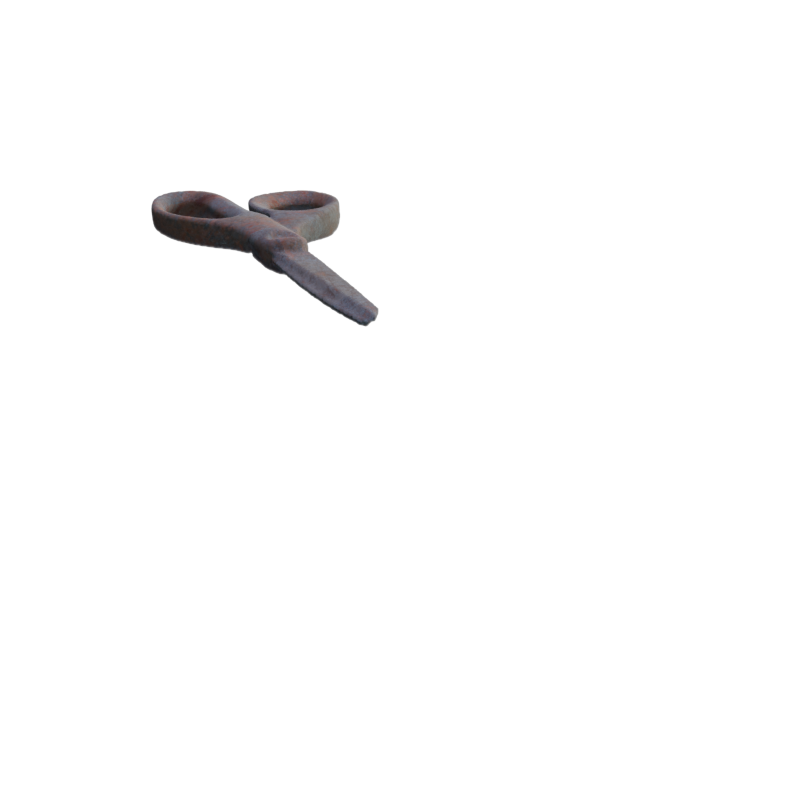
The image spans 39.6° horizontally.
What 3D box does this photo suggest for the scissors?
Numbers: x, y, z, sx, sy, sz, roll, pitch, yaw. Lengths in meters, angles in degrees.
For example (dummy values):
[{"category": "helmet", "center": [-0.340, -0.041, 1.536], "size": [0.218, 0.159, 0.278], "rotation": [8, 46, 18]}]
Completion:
[{"category": "scissors", "center": [-0.037, -0.067, 0.467], "size": [0.094, 0.015, 0.215], "rotation": [-15, 26, -33]}]
